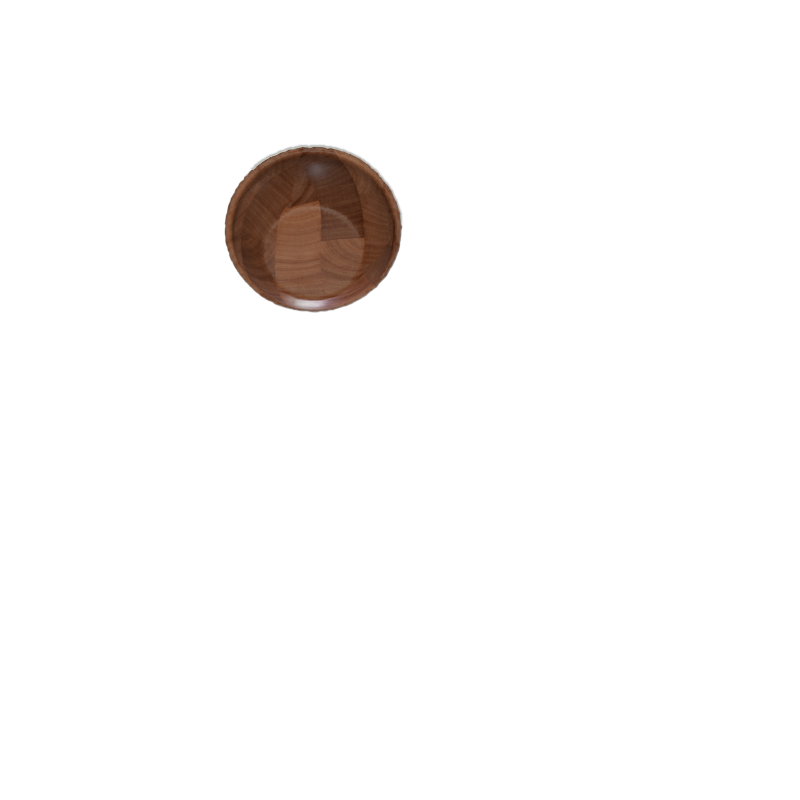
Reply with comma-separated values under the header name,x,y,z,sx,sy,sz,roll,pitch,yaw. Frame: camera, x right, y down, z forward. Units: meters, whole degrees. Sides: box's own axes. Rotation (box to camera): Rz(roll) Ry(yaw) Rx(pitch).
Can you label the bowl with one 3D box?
name,x,y,z,sx,sy,sz,roll,pitch,yaw
bowl,-0.077,-0.141,0.985,0.162,0.154,0.058,1,24,-1
